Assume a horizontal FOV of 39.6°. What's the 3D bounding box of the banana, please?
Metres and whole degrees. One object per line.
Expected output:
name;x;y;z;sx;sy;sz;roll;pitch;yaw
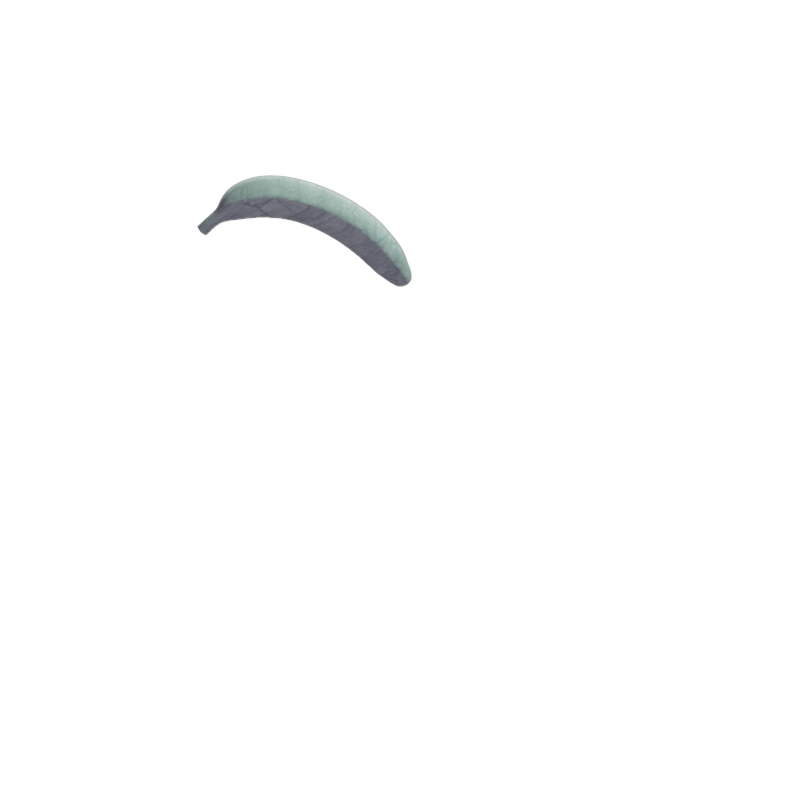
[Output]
banana;-0.075;-0.156;0.978;0.194;0.067;0.039;15;29;-9
